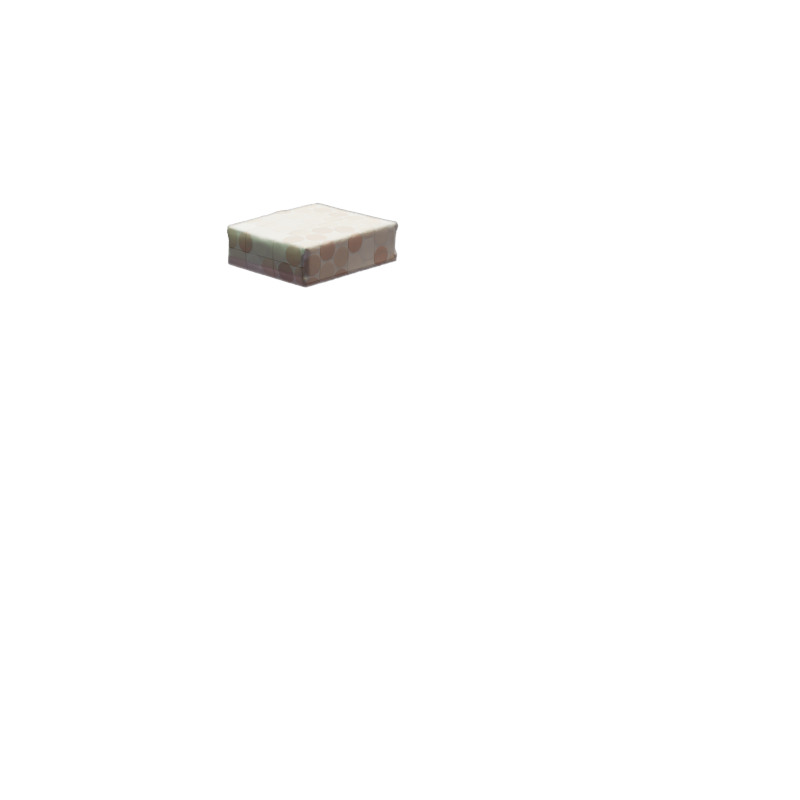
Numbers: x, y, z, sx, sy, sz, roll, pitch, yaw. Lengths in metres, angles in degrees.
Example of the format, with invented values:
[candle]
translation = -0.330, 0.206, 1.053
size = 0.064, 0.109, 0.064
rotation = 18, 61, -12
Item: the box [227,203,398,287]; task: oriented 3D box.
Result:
[box]
translation = -0.057, -0.103, 0.724
size = 0.077, 0.029, 0.088
rotation = 20, 30, 38
